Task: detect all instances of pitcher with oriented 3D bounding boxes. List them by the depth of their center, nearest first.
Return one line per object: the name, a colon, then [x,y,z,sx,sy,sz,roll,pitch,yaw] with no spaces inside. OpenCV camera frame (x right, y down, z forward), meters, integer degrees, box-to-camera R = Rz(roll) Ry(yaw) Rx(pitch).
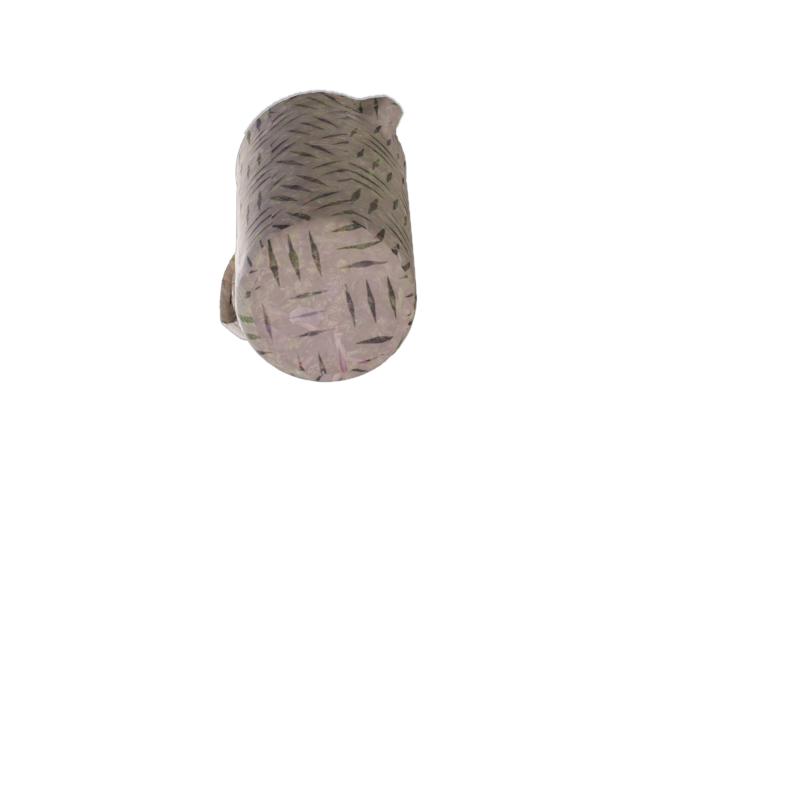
pitcher: [-0.059,-0.108,0.757,0.145,0.141,0.257,-2,28,-2]
